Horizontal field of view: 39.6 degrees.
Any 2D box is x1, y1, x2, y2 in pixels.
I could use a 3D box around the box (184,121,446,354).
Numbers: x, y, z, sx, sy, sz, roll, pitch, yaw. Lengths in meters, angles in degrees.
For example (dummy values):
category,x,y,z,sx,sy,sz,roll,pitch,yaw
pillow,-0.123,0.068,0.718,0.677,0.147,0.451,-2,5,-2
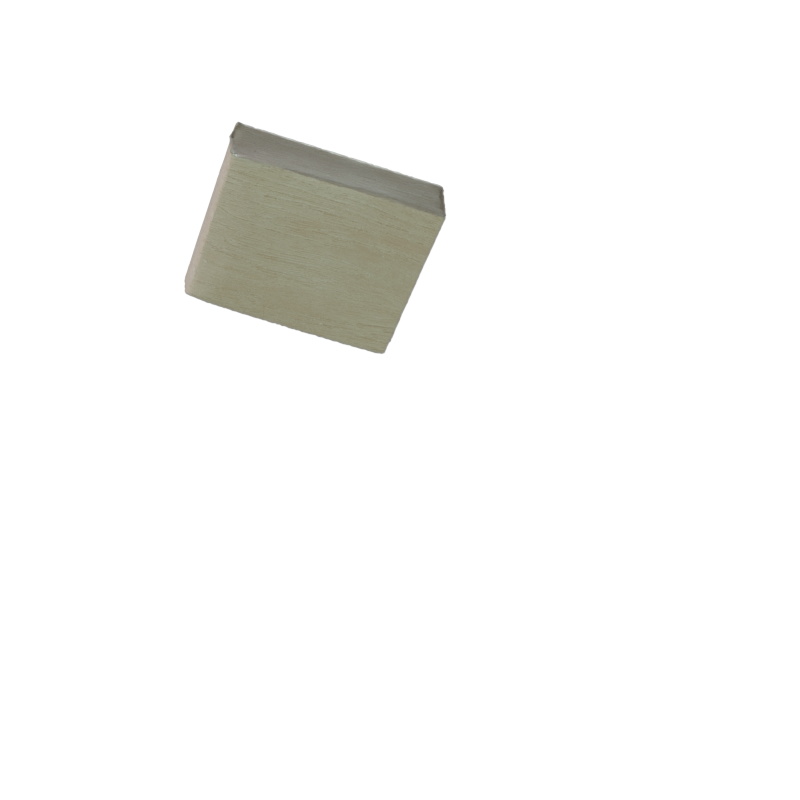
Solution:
category,x,y,z,sx,sy,sz,roll,pitch,yaw
box,-0.044,-0.080,0.564,0.111,0.086,0.041,16,32,-11
